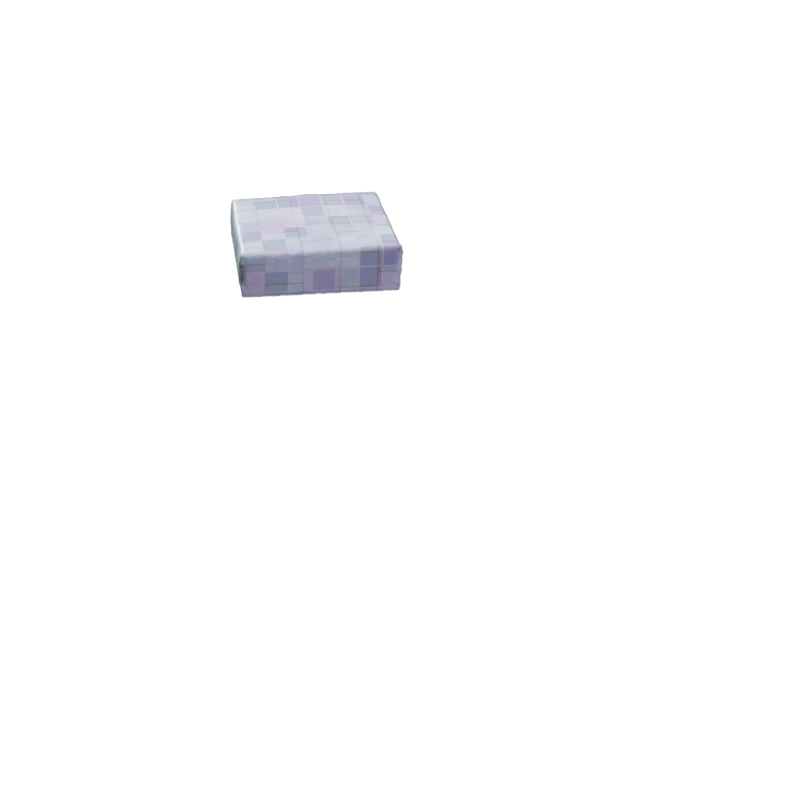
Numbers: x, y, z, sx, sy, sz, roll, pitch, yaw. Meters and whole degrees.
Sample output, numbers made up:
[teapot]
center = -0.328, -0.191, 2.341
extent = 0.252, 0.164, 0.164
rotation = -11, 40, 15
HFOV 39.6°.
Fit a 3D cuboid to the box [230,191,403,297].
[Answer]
[box]
center = -0.049, -0.089, 0.623
extent = 0.088, 0.028, 0.078
rotation = -5, 32, -8
